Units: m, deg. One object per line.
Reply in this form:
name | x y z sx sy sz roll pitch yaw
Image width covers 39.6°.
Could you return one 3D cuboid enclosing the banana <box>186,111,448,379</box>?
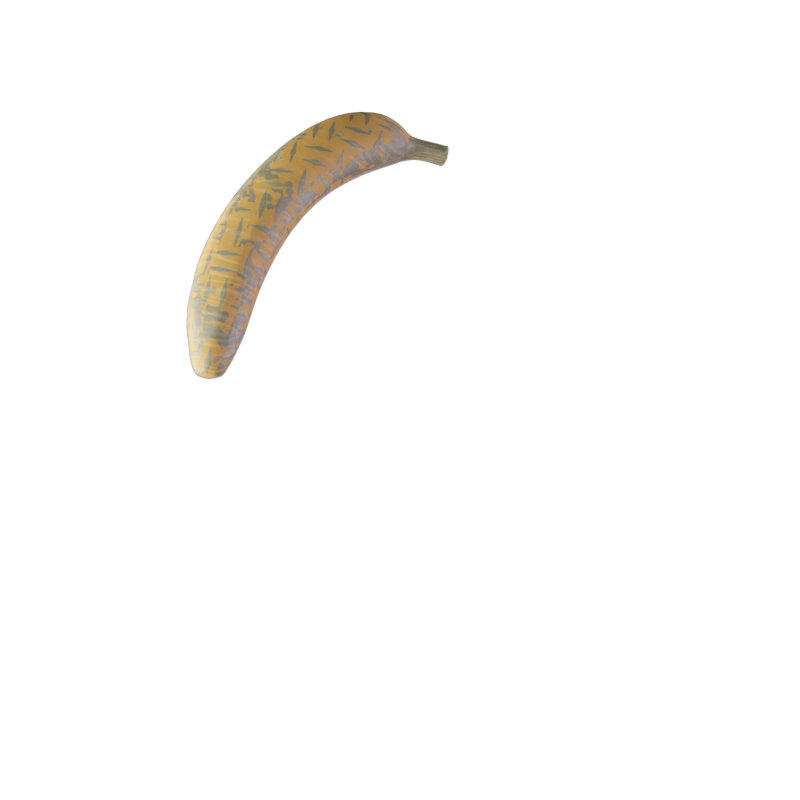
banana | -0.058 -0.099 0.602 0.073 0.201 0.035 37 -22 16
